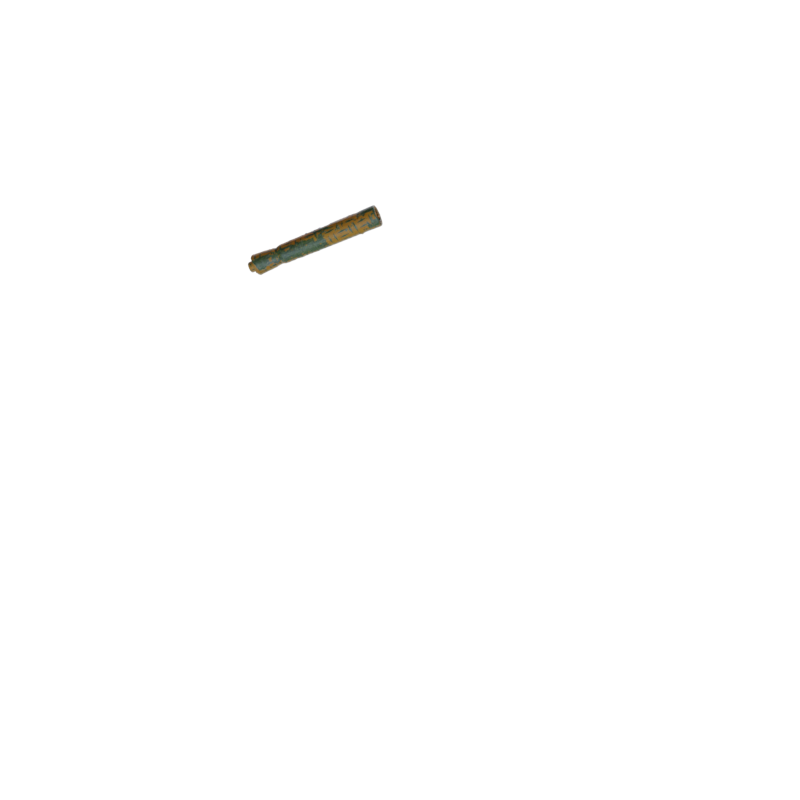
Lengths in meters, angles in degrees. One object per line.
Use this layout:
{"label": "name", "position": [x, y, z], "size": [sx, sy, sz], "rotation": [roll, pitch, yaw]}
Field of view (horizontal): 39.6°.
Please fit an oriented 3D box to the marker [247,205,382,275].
{"label": "marker", "position": [-0.074, -0.134, 0.941], "size": [0.121, 0.020, 0.020], "rotation": [-20, 0, 13]}
